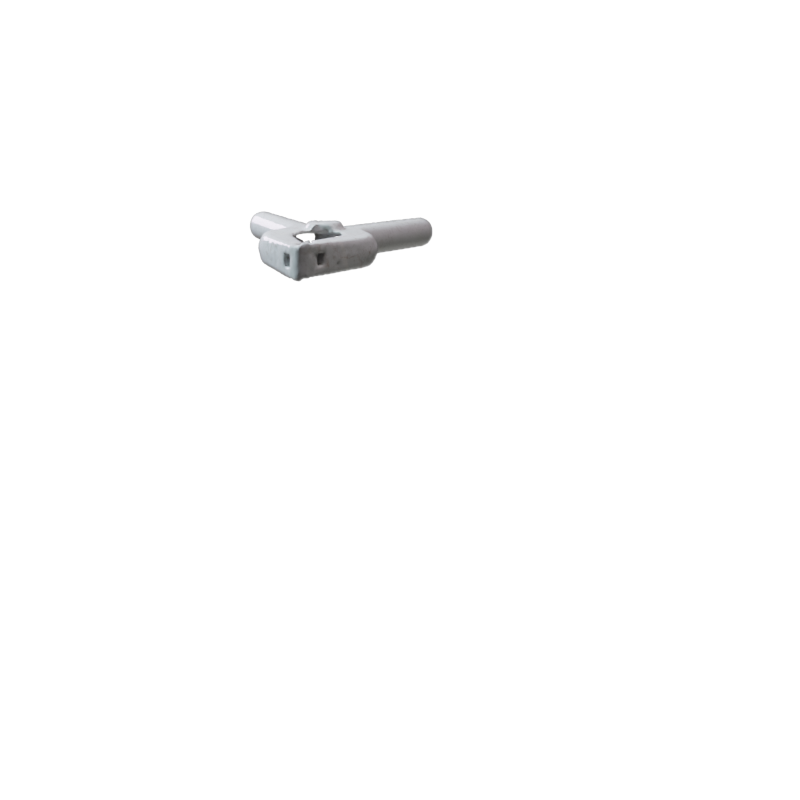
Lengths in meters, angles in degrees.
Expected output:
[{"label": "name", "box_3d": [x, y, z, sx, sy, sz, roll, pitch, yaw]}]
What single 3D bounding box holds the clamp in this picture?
[{"label": "clamp", "box_3d": [-0.072, -0.131, 0.920, 0.168, 0.035, 0.212, 4, 16, 14]}]
